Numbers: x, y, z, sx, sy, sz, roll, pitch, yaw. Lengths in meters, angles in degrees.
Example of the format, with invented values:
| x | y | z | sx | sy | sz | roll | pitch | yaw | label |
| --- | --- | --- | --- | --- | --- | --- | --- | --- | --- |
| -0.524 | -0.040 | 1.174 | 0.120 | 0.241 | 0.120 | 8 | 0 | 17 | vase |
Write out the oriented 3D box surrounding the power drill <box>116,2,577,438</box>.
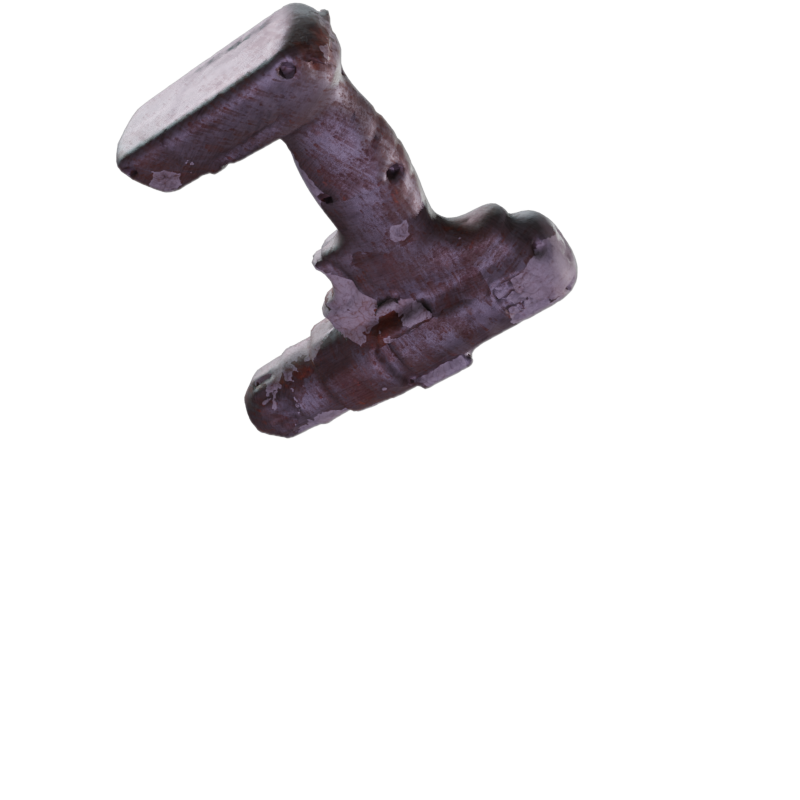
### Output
| x | y | z | sx | sy | sz | roll | pitch | yaw | label |
| --- | --- | --- | --- | --- | --- | --- | --- | --- | --- |
| -0.040 | -0.073 | 0.509 | 0.184 | 0.176 | 0.061 | -30 | 33 | 21 | power drill |
